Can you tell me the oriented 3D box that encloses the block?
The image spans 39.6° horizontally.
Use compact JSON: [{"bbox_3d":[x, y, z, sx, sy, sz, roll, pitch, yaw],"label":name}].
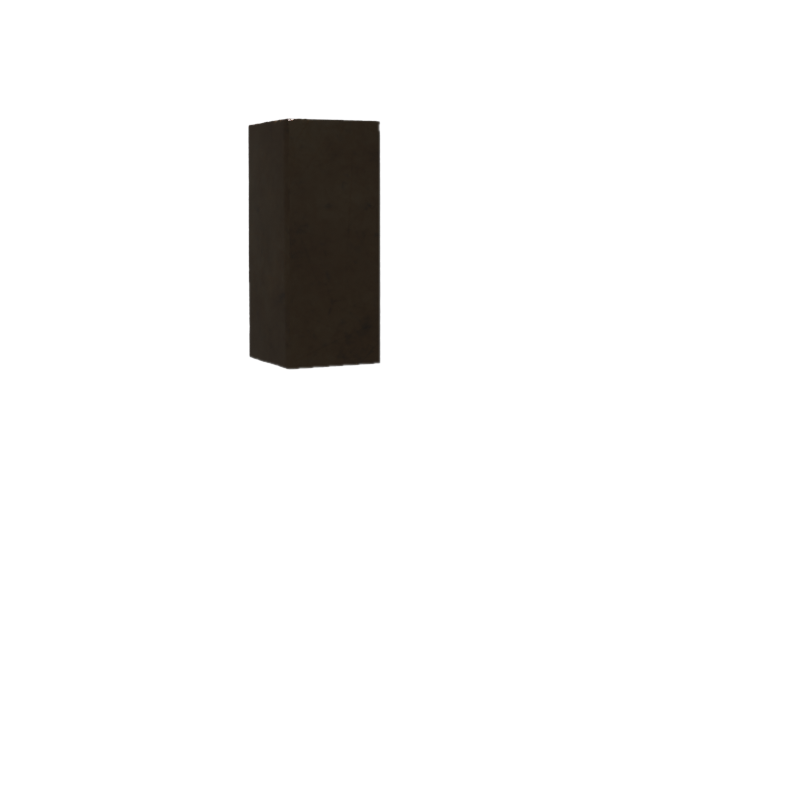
[{"bbox_3d":[-0.075,-0.137,0.961,0.088,0.205,0.093,-1,4,-27],"label":"block"}]
